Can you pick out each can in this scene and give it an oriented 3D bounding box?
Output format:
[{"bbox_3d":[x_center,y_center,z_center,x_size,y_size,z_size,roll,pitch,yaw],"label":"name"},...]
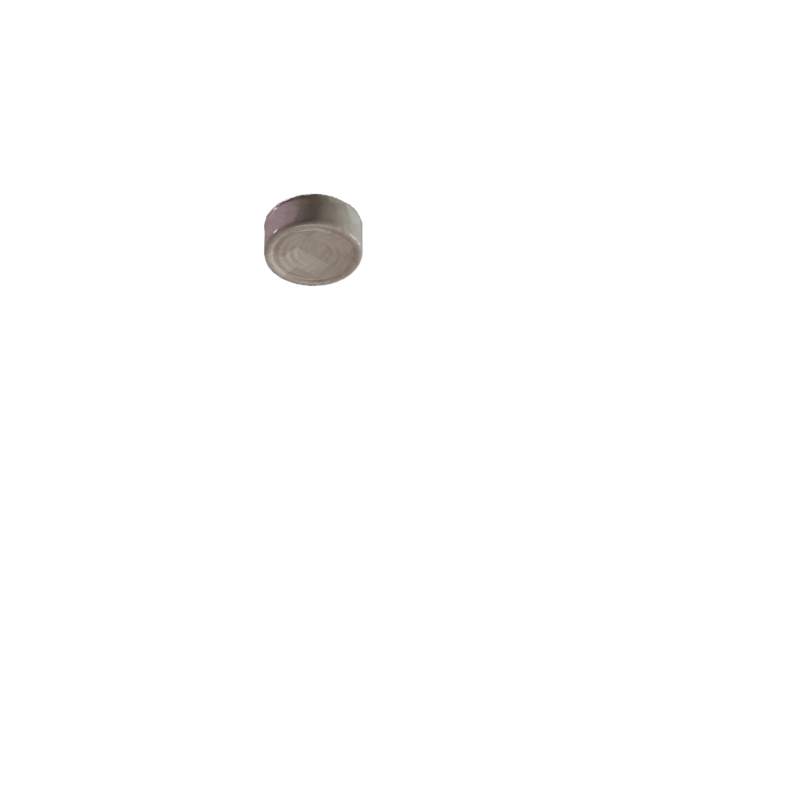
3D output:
[{"bbox_3d":[-0.075,-0.136,0.952,0.086,0.036,0.080,1,-36,-2],"label":"can"}]
